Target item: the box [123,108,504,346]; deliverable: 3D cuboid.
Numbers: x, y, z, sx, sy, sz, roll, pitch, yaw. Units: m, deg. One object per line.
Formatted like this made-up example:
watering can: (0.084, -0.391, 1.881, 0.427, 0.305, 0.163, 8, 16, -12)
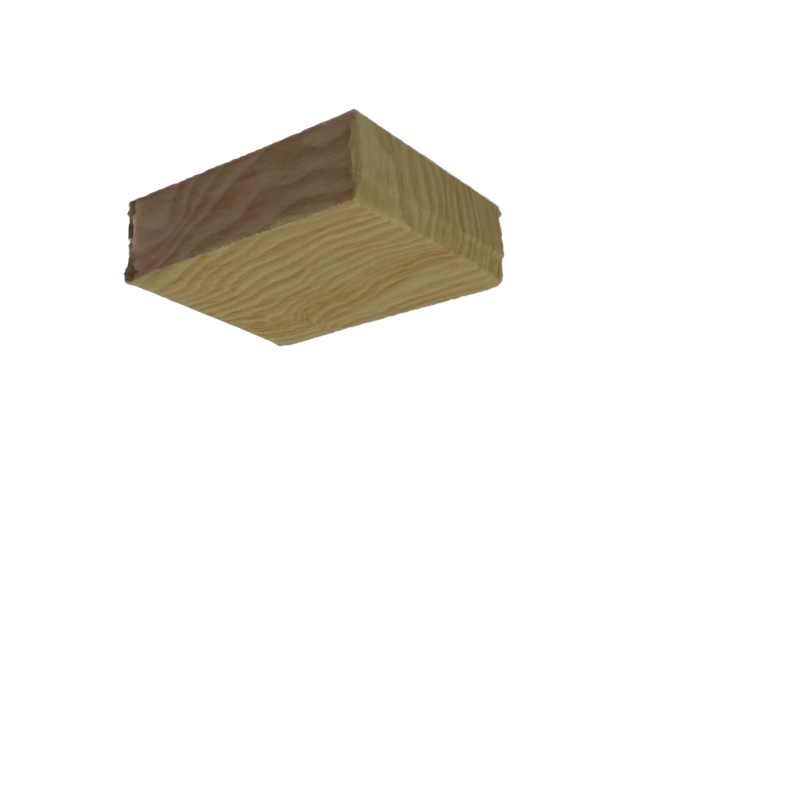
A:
box: (-0.032, -0.059, 0.412, 0.115, 0.041, 0.084, -15, -25, 34)
